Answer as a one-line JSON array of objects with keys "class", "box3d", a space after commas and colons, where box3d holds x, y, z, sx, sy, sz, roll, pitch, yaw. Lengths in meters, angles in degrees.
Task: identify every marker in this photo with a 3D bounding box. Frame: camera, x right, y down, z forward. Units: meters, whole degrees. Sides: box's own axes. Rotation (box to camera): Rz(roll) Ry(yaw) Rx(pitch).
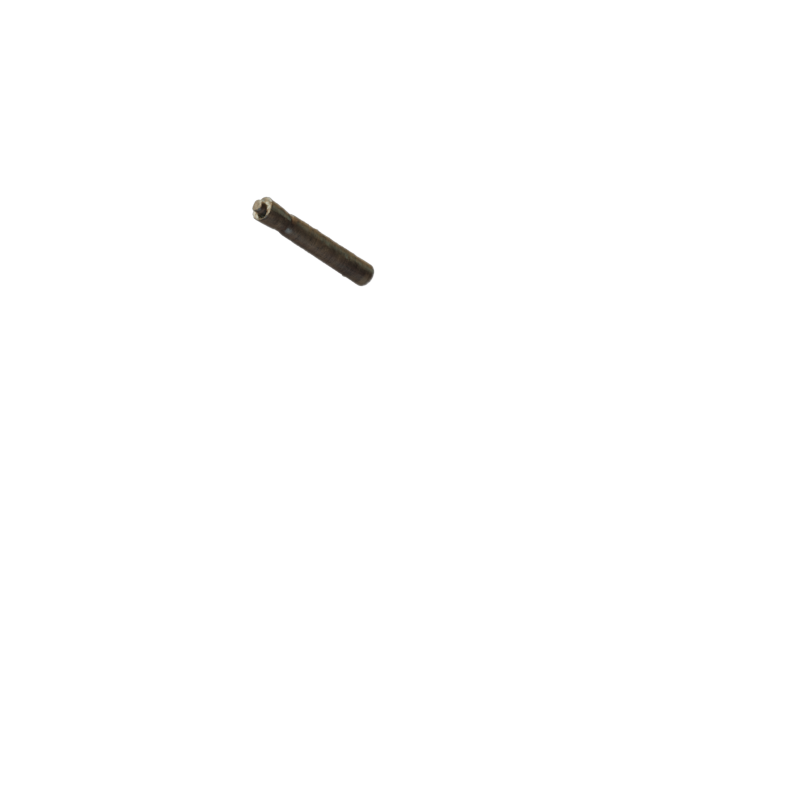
[{"class": "marker", "box3d": [-0.064, -0.116, 0.815, 0.021, 0.020, 0.113, 4, -19, 46]}]
